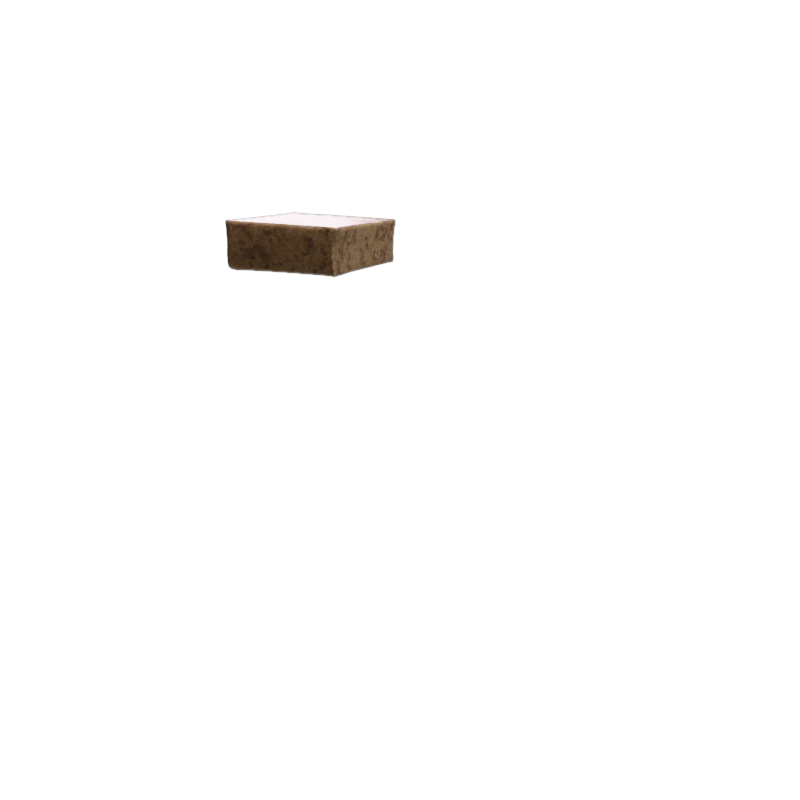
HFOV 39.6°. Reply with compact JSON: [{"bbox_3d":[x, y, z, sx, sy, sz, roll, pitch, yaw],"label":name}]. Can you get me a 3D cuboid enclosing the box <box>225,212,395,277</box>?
[{"bbox_3d":[-0.065,-0.118,0.827,0.093,0.038,0.113,6,15,22],"label":"box"}]
